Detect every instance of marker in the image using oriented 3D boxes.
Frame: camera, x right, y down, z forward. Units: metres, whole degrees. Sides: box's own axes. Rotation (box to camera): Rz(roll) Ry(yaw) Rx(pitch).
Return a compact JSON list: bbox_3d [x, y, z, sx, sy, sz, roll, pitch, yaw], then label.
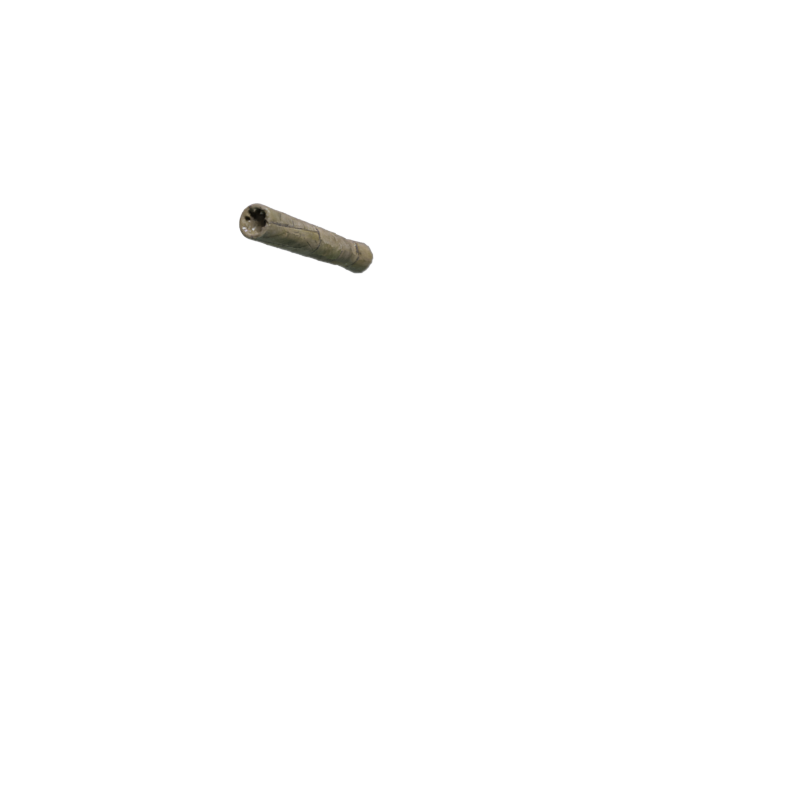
[{"bbox_3d":[-0.047,-0.087,0.606,0.020,0.020,0.115,2,-2,27],"label":"marker"}]
